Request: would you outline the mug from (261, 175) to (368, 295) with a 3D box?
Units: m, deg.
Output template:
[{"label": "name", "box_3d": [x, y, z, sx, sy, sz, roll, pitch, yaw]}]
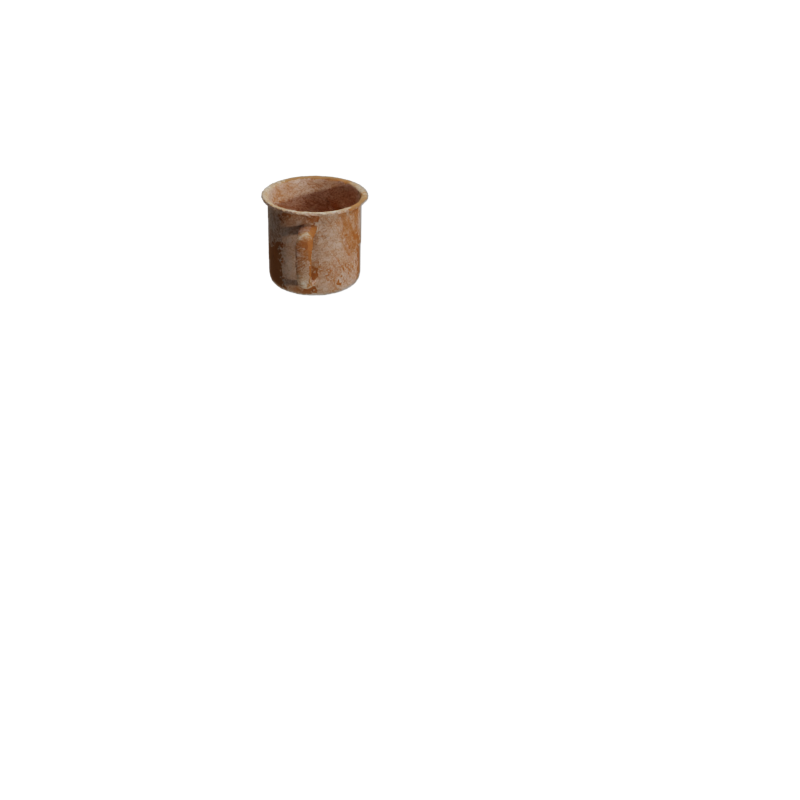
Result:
[{"label": "mug", "box_3d": [-0.076, -0.138, 0.968, 0.094, 0.077, 0.123, 2, 28, 2]}]
